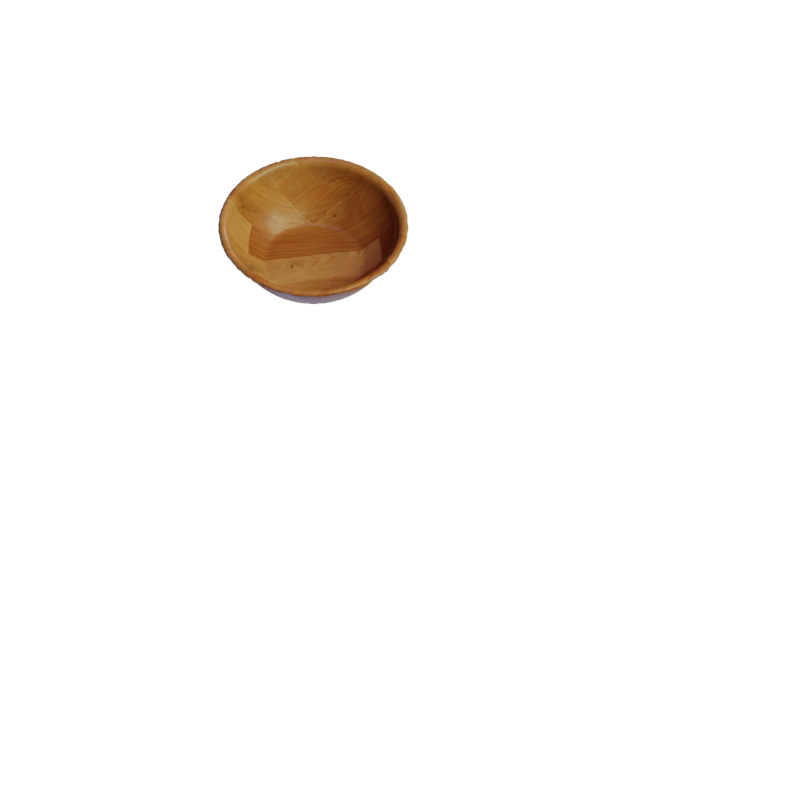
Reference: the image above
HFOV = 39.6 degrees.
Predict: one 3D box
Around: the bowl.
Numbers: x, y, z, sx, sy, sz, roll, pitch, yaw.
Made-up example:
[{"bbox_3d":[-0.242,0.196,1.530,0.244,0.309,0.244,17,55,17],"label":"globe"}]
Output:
[{"bbox_3d":[-0.075,-0.137,0.962,0.162,0.174,0.051,-1,-38,-1],"label":"bowl"}]
